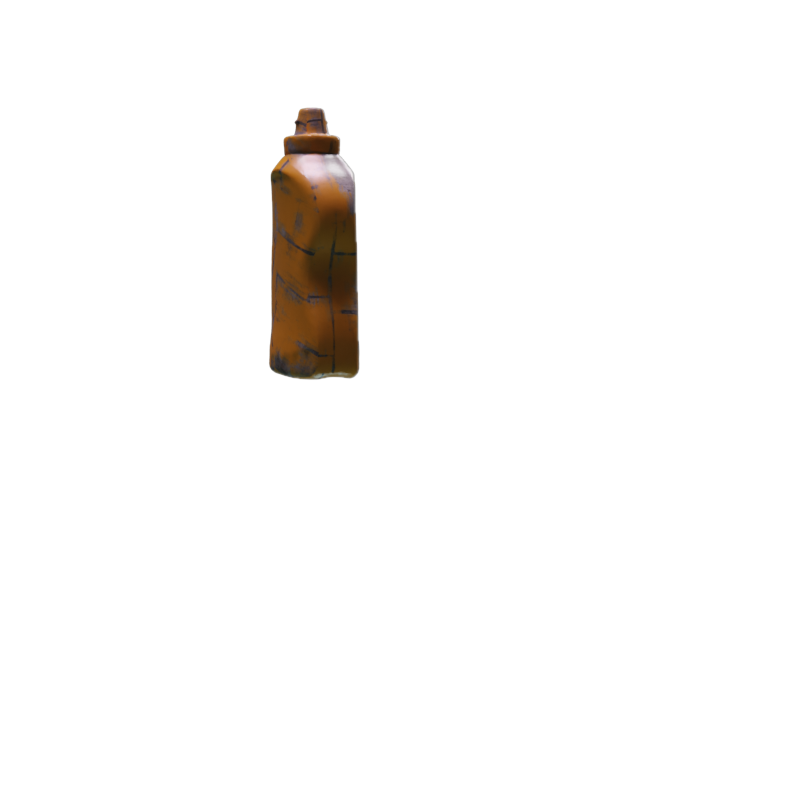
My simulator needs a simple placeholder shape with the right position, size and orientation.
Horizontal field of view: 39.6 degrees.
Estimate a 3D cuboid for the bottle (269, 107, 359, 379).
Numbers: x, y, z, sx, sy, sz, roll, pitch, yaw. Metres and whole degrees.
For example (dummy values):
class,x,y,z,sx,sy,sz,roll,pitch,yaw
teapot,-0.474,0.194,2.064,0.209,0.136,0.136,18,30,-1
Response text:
class,x,y,z,sx,sy,sz,roll,pitch,yaw
bottle,-0.063,-0.114,0.799,0.057,0.192,0.098,0,1,-21
